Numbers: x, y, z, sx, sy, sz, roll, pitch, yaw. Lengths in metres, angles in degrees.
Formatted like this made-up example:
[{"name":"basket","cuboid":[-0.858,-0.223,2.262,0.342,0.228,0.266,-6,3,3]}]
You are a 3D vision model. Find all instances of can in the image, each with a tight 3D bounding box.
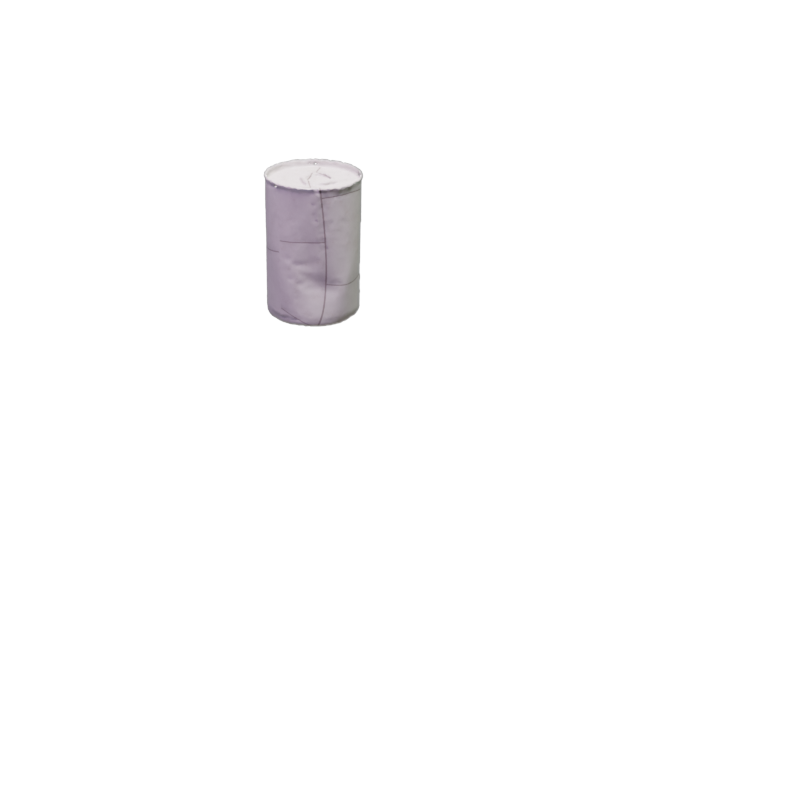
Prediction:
[{"name":"can","cuboid":[-0.061,-0.111,0.778,0.068,0.097,0.072,0,24,-2]}]
